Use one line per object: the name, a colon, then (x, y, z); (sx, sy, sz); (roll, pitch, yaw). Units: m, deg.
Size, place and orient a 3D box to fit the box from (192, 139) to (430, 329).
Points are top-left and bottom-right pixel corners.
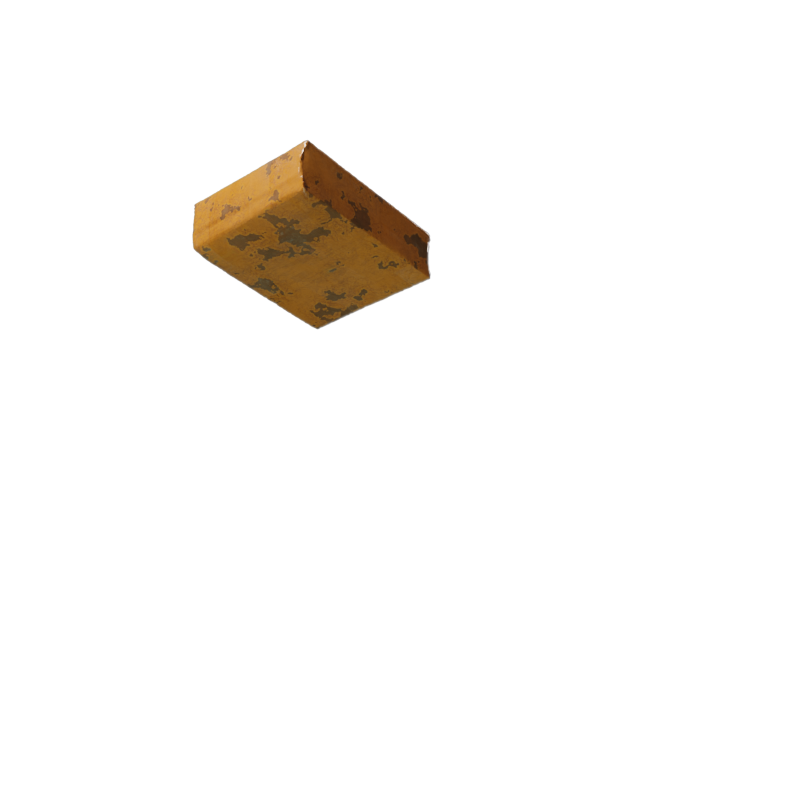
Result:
box: (-0.050, -0.091, 0.641); (0.090, 0.041, 0.106); (-24, -38, 33)
